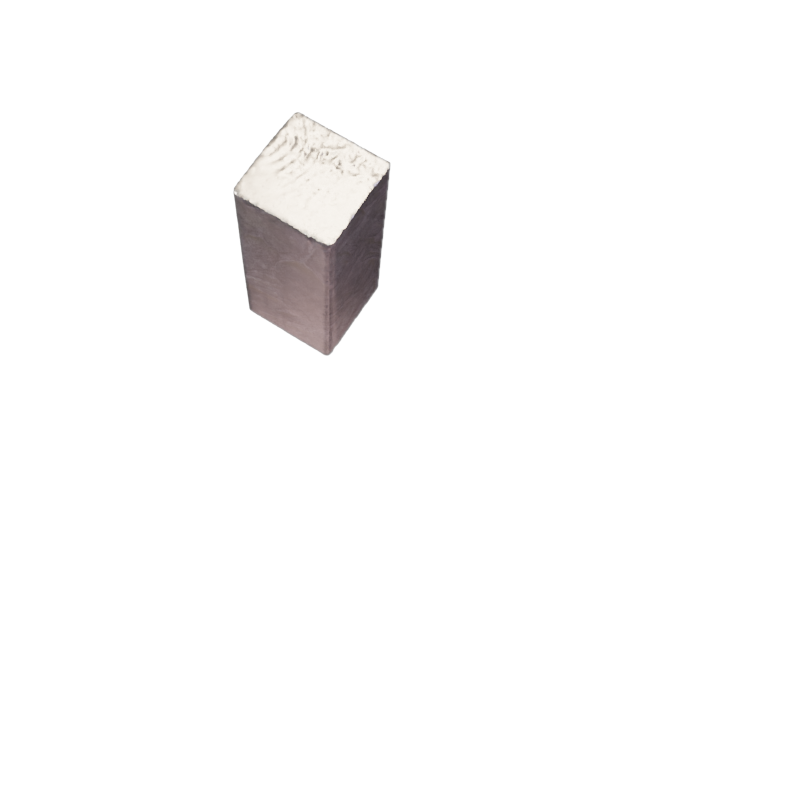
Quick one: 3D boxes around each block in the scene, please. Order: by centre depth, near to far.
[{"bbox_3d":[-0.073,-0.131,0.921,0.093,0.092,0.195,31,-21,9],"label":"block"}]
